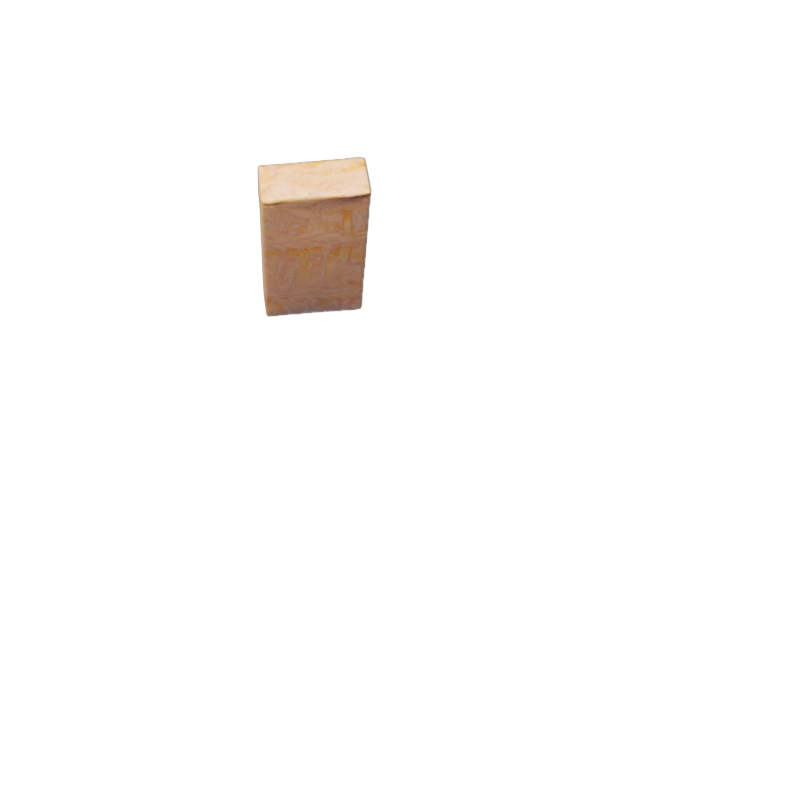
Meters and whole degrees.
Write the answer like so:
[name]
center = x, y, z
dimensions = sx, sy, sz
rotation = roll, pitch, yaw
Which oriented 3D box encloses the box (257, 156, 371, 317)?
[box]
center = -0.077, -0.139, 0.976
dimensions = 0.093, 0.051, 0.166
rotation = -5, -28, -6
